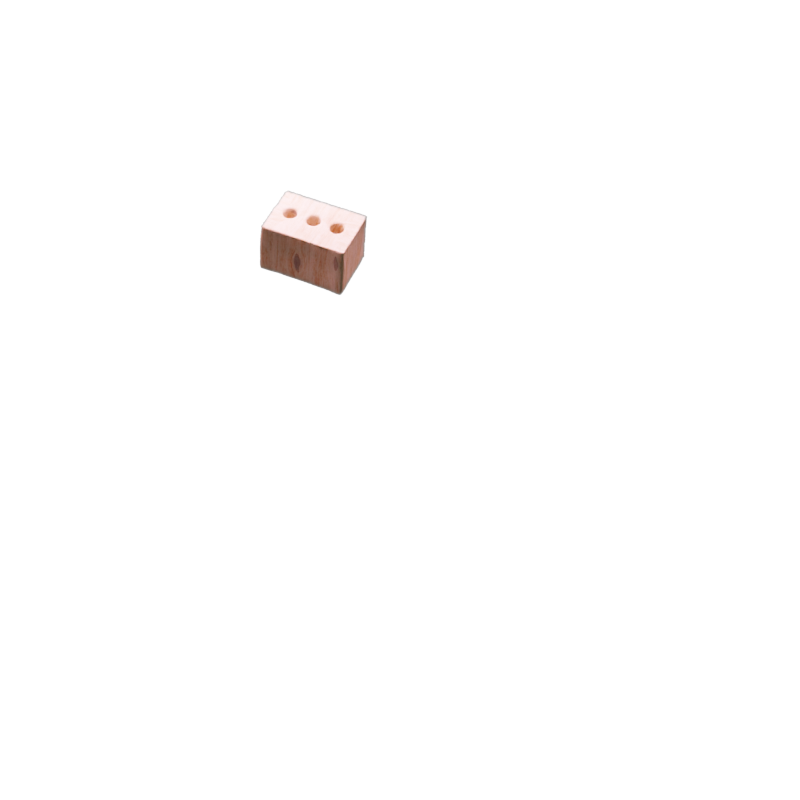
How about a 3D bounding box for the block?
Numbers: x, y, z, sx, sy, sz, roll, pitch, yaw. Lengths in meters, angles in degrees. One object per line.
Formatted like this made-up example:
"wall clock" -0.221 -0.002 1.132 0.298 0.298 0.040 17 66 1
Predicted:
"block" -0.074 -0.134 0.942 0.080 0.055 0.048 19 -40 15
